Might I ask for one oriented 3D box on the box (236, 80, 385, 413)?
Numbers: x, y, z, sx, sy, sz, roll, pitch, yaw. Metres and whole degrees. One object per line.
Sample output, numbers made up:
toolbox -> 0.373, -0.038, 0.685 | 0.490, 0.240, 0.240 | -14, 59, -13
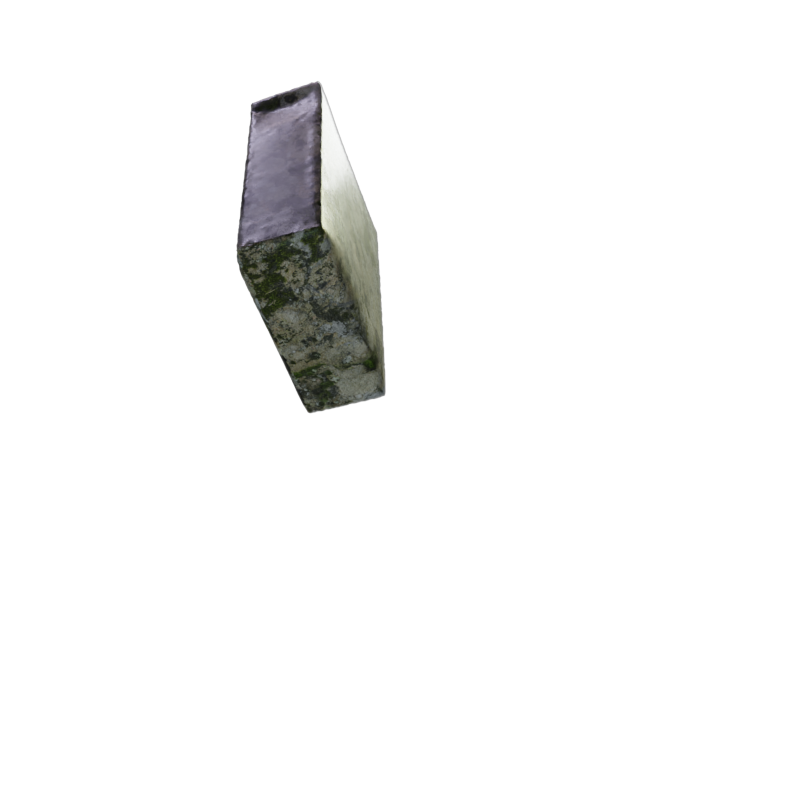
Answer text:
box -> -0.068, -0.124, 0.871 | 0.072, 0.152, 0.229 | -15, 39, 9
